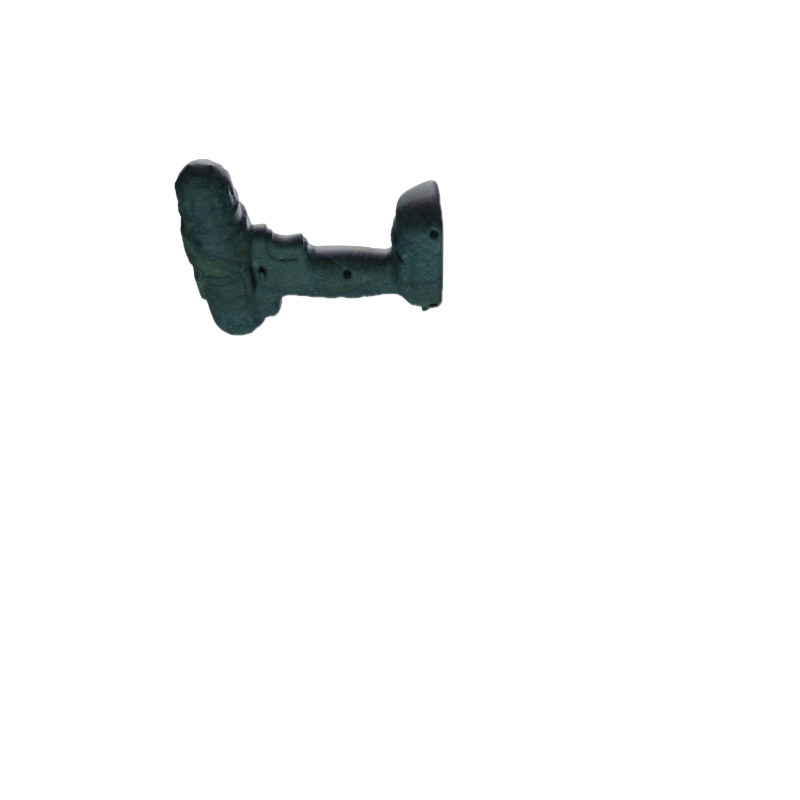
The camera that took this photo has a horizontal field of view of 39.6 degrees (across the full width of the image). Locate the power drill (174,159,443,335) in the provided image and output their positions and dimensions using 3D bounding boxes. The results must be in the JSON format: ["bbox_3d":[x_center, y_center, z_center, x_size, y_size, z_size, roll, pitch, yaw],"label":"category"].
[{"bbox_3d":[-0.063,-0.116,0.809,0.188,0.061,0.172,-2,-30,3],"label":"power drill"}]
